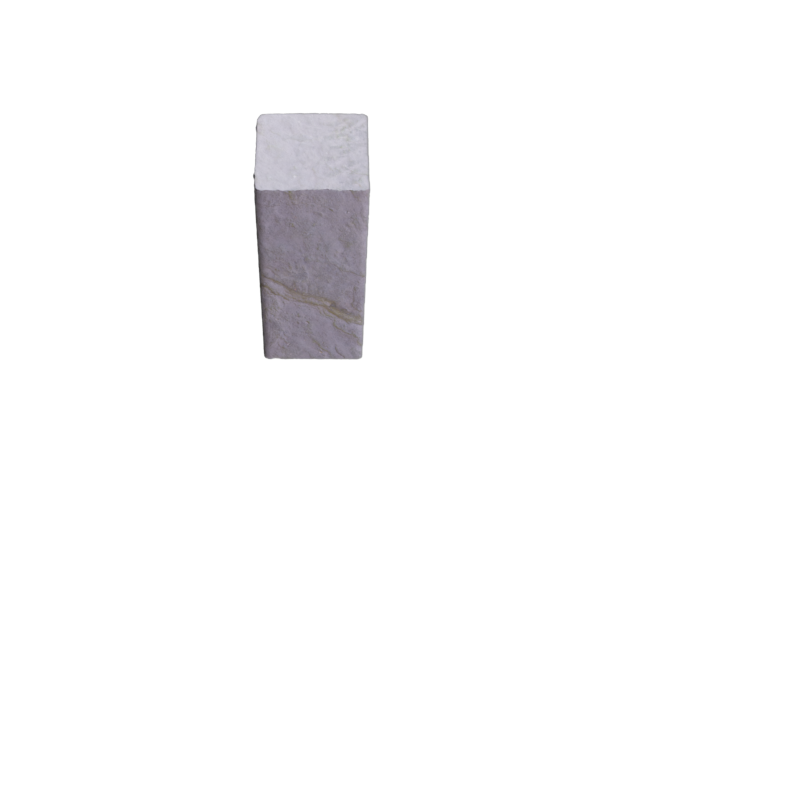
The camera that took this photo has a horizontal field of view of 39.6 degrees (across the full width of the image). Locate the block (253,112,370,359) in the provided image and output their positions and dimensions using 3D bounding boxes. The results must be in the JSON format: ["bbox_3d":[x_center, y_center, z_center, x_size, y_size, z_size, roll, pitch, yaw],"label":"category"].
[{"bbox_3d":[-0.073,-0.133,0.928,0.090,0.097,0.192,0,-39,-3],"label":"block"}]
